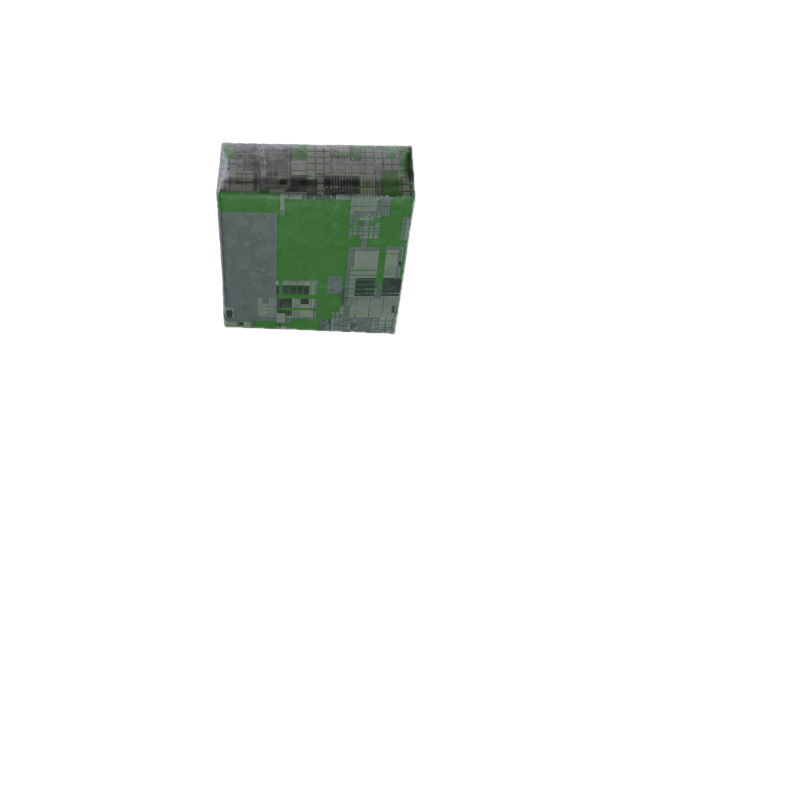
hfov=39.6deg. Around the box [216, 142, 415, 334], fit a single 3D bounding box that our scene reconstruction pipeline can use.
[{"bbox_3d":[-0.035,-0.063,0.443,0.073,0.032,0.084,2,-35,-3],"label":"box"}]
